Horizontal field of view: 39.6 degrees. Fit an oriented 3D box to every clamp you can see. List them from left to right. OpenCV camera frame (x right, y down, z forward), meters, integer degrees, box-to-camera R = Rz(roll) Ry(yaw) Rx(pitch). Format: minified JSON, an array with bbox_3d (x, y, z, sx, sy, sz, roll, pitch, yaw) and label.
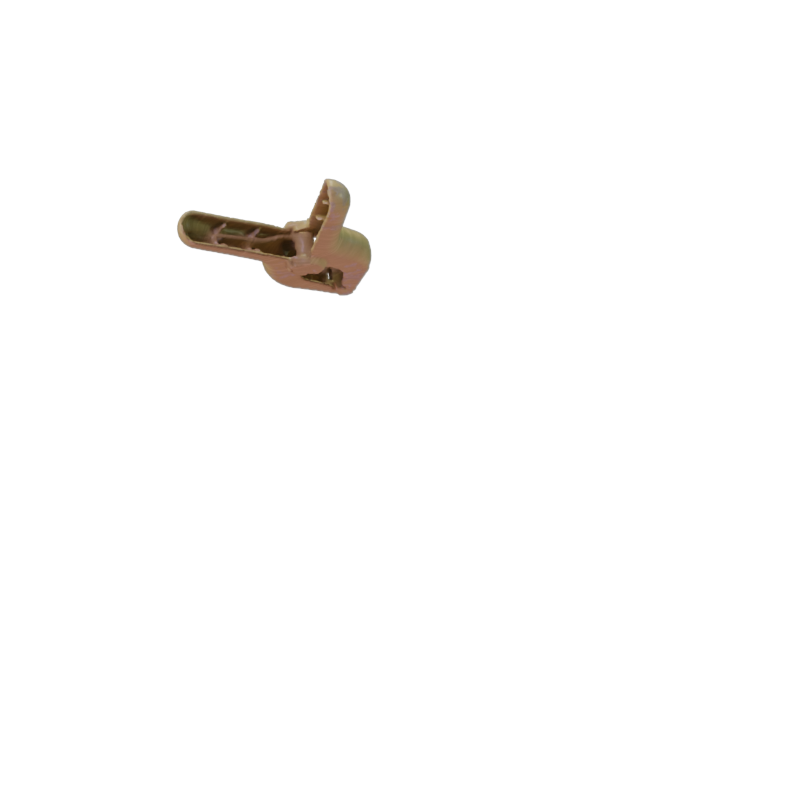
[{"bbox_3d":[-0.061,-0.111,0.777,0.123,0.040,0.162,-5,-10,29],"label":"clamp"}]
